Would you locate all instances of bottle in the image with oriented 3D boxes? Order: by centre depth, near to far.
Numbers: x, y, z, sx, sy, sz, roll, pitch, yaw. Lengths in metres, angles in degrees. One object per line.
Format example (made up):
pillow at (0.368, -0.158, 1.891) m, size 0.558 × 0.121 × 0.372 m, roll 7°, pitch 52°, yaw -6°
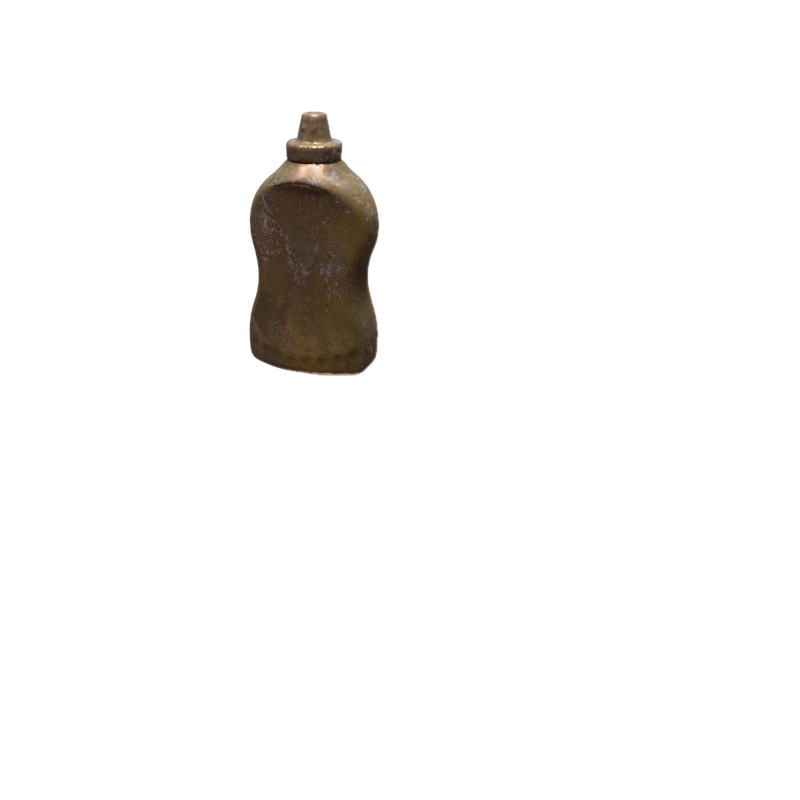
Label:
bottle at (-0.064, -0.118, 0.822) m, size 0.099 × 0.184 × 0.059 m, roll 8°, pitch 19°, yaw 21°
